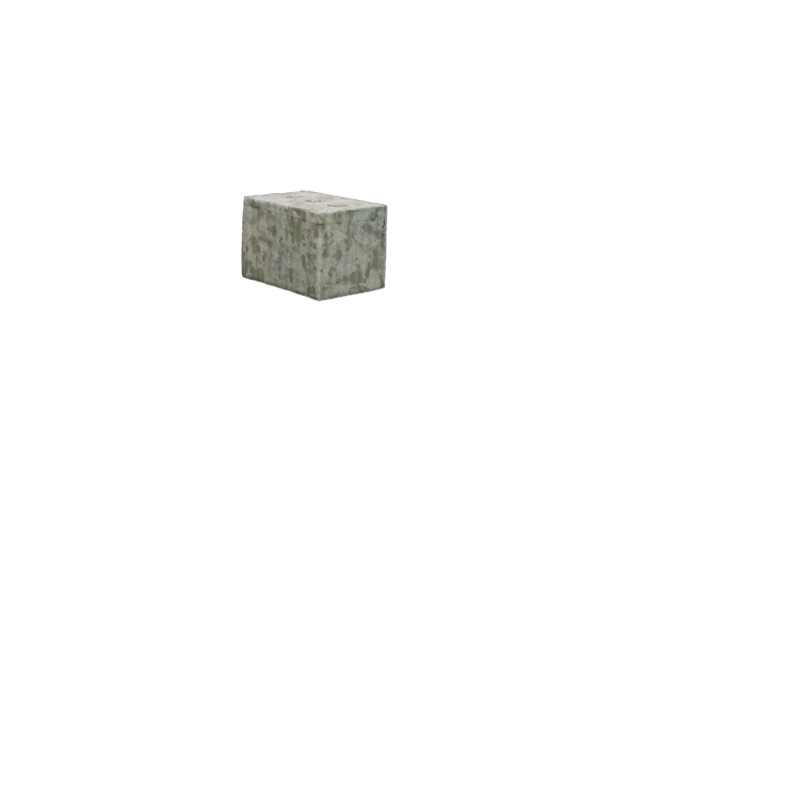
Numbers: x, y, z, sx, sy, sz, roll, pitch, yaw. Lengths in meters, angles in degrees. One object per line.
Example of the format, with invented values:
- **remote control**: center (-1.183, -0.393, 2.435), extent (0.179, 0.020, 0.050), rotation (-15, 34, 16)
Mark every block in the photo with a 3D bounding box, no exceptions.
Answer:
- **block**: center (-0.052, -0.094, 0.658), extent (0.051, 0.050, 0.082), rotation (-12, 21, -39)
